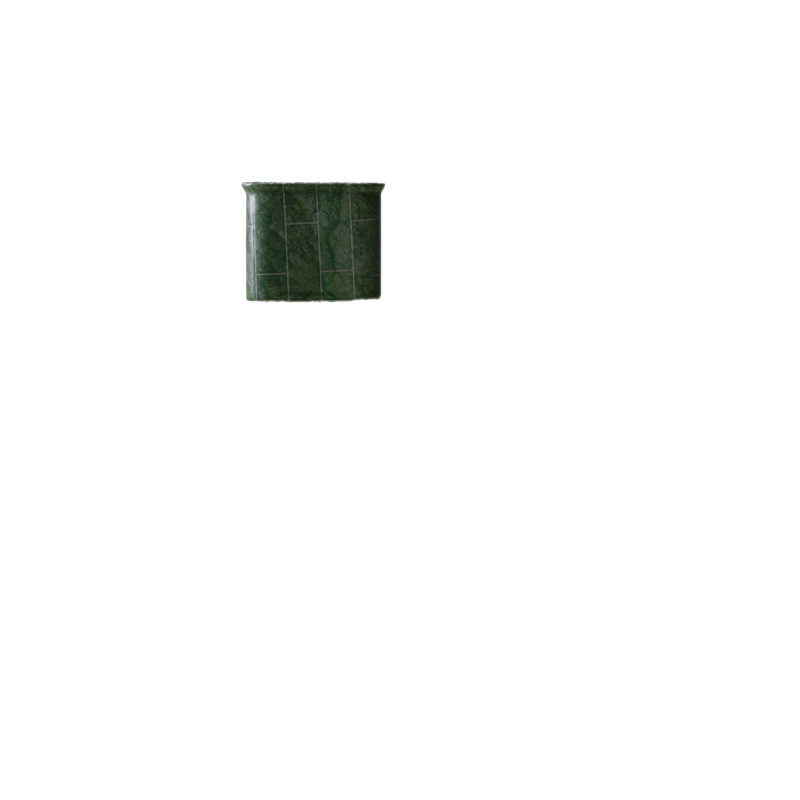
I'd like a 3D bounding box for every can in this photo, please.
[{"bbox_3d":[-0.062,-0.113,0.794,0.102,0.084,0.058,0,3,-1],"label":"can"}]
